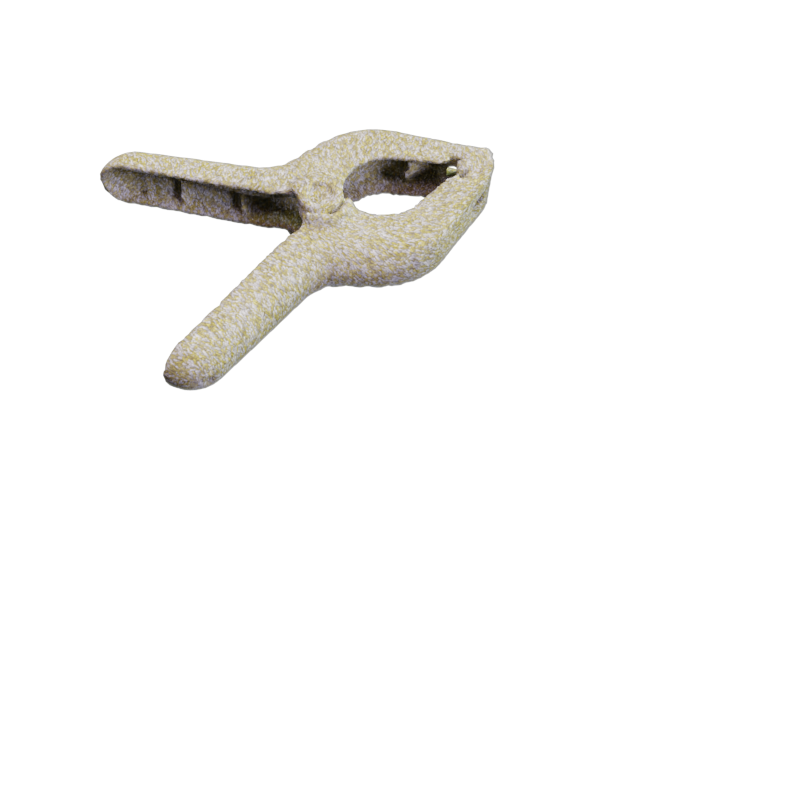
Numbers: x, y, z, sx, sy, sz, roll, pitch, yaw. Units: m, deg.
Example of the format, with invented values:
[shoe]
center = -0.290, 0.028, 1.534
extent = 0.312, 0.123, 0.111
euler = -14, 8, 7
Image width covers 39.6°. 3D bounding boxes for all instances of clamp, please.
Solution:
[clamp]
center = -0.037, -0.067, 0.471
extent = 0.170, 0.128, 0.037
euler = -11, -28, -6
